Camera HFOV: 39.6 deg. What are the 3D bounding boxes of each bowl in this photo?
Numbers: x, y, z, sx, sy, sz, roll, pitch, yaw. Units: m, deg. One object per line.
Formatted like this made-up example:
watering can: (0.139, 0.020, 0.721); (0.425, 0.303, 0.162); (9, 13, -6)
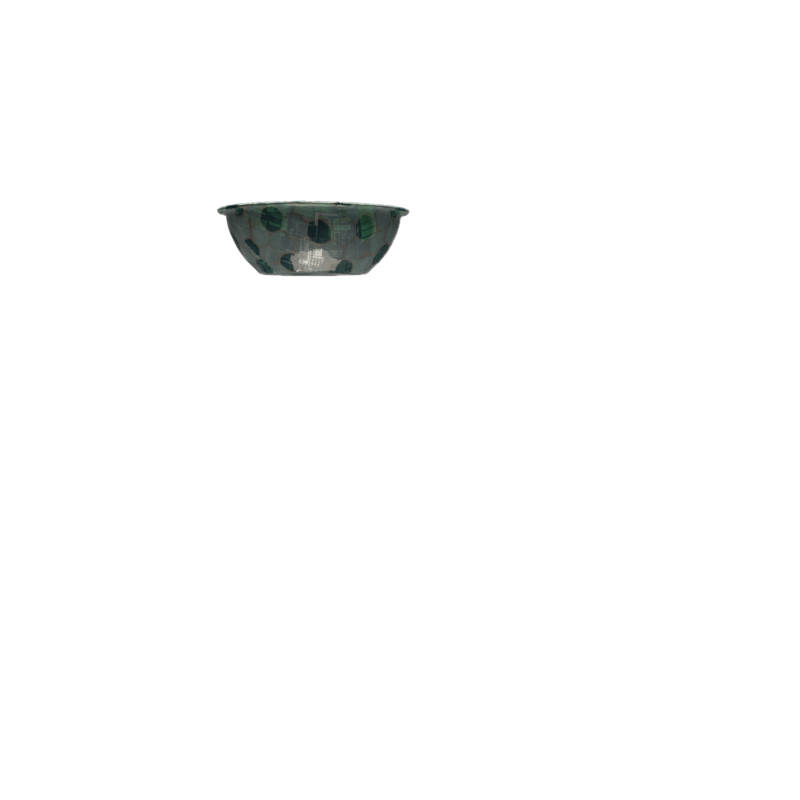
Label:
bowl: (-0.073, -0.132, 0.927); (0.162, 0.055, 0.162); (0, 4, -2)
